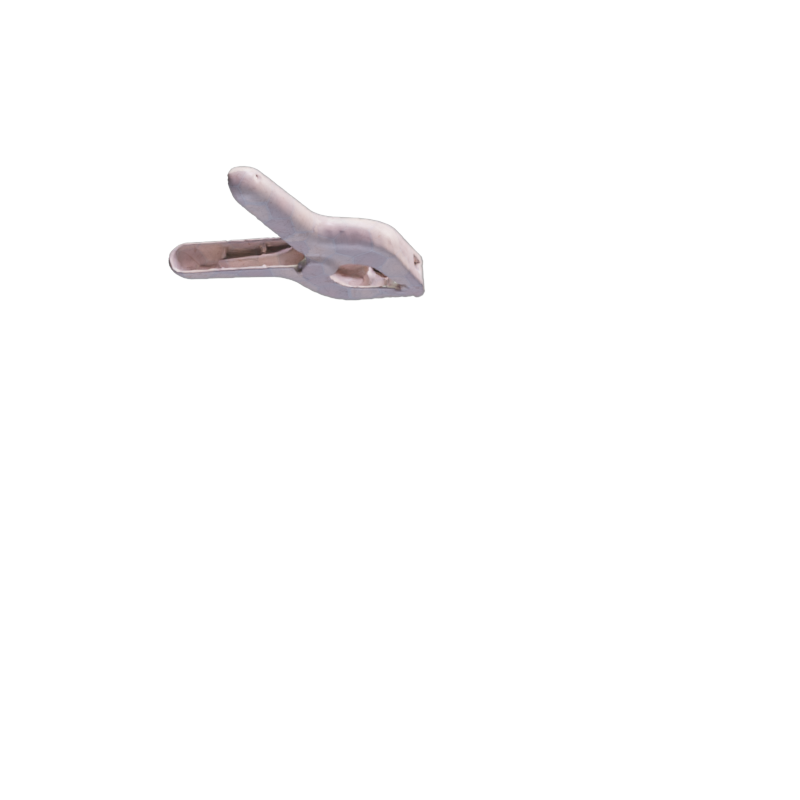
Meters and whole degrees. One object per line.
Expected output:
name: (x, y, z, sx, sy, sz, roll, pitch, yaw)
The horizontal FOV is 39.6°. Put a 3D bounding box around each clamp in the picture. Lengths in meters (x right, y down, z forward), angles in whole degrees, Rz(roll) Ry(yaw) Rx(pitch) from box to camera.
clamp: (-0.056, -0.103, 0.720, 0.167, 0.041, 0.117, 6, -20, -17)
